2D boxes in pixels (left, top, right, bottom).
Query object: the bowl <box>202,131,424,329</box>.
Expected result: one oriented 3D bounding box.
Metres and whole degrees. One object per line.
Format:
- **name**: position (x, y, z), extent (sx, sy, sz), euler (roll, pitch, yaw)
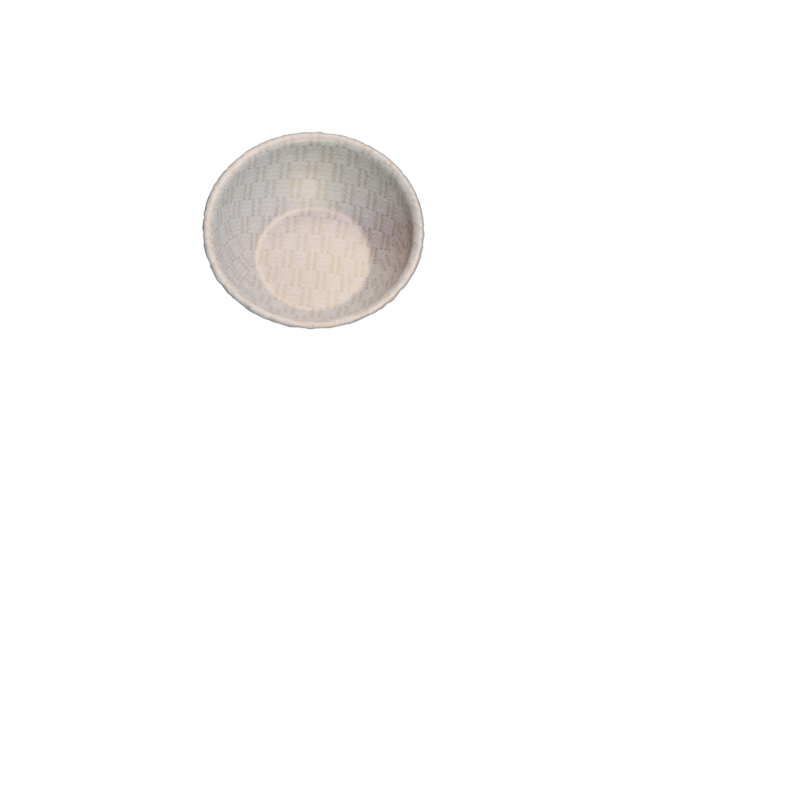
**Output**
- **bowl**: position (-0.065, -0.118, 0.826), extent (0.162, 0.172, 0.052), euler (-1, -25, -1)
